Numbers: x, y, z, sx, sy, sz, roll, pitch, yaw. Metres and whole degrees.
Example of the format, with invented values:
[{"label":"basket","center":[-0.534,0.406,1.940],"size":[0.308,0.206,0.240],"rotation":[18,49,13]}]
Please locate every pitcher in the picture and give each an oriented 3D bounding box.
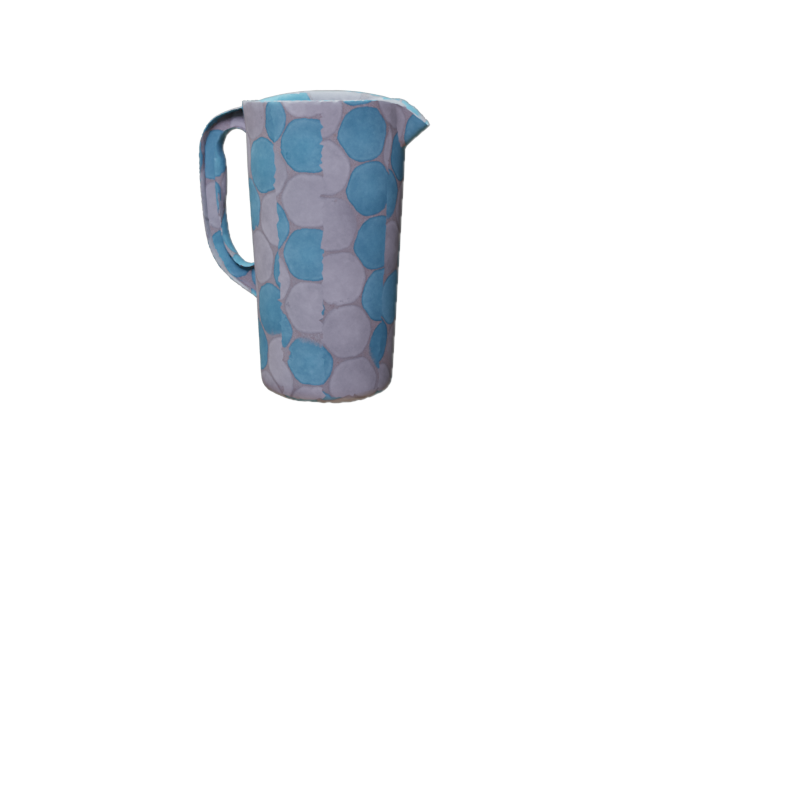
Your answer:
[{"label":"pitcher","center":[-0.070,-0.128,0.897],"size":[0.141,0.238,0.157],"rotation":[-6,12,-32]}]
